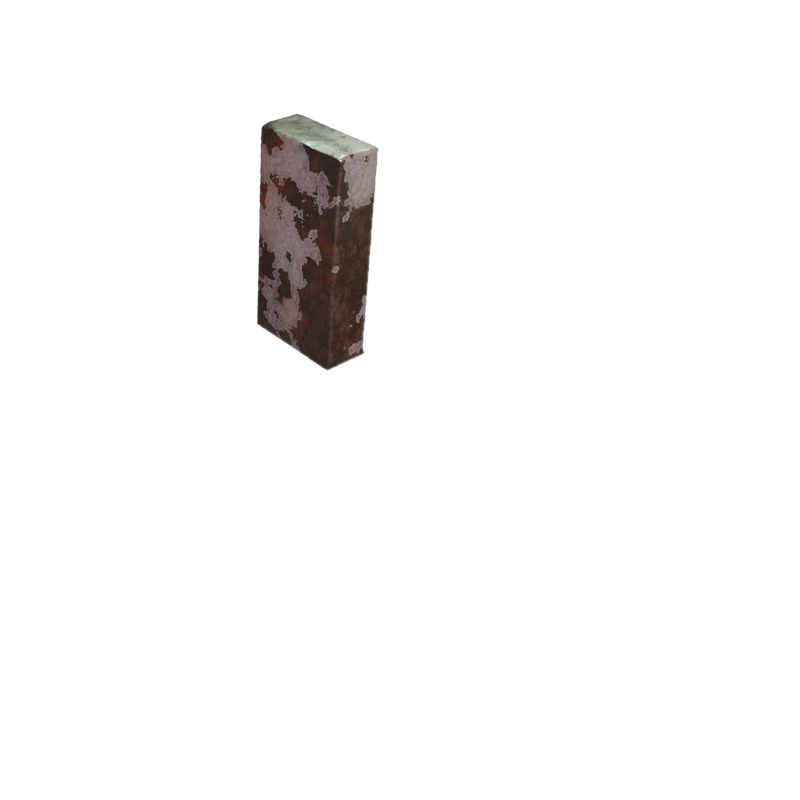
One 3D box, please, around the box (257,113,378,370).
[{"bbox_3d":[-0.067,-0.121,0.851,0.048,0.166,0.100,-22,38,-37],"label":"box"}]
